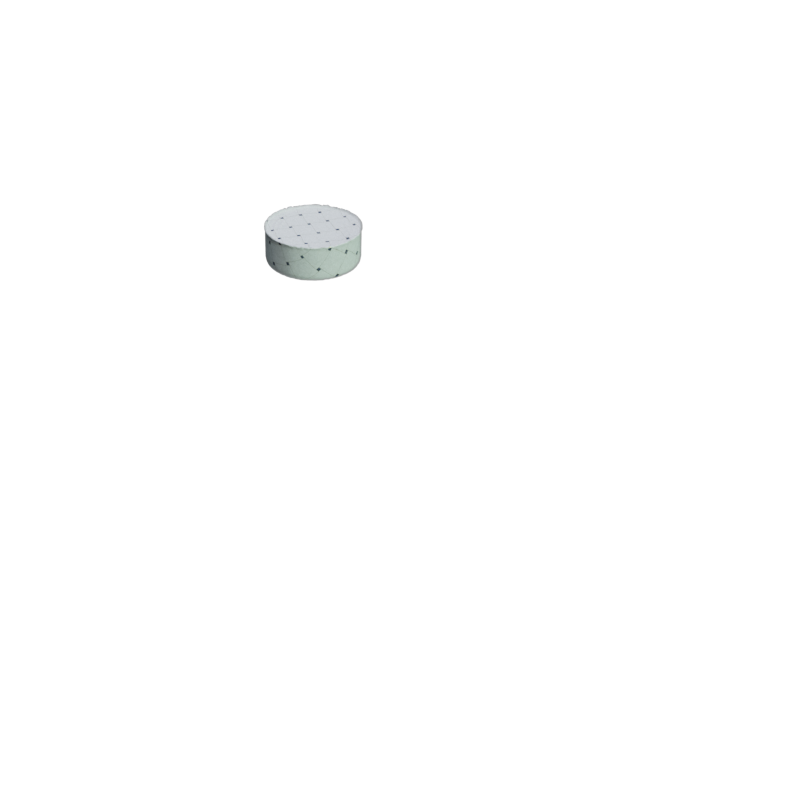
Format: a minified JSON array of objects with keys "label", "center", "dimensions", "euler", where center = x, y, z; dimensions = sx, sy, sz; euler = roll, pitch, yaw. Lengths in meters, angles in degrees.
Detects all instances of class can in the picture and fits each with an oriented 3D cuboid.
[{"label":"can","center":[-0.076,-0.138,0.969],"dimensions":[0.086,0.032,0.091],"euler":[-1,33,-2]}]
